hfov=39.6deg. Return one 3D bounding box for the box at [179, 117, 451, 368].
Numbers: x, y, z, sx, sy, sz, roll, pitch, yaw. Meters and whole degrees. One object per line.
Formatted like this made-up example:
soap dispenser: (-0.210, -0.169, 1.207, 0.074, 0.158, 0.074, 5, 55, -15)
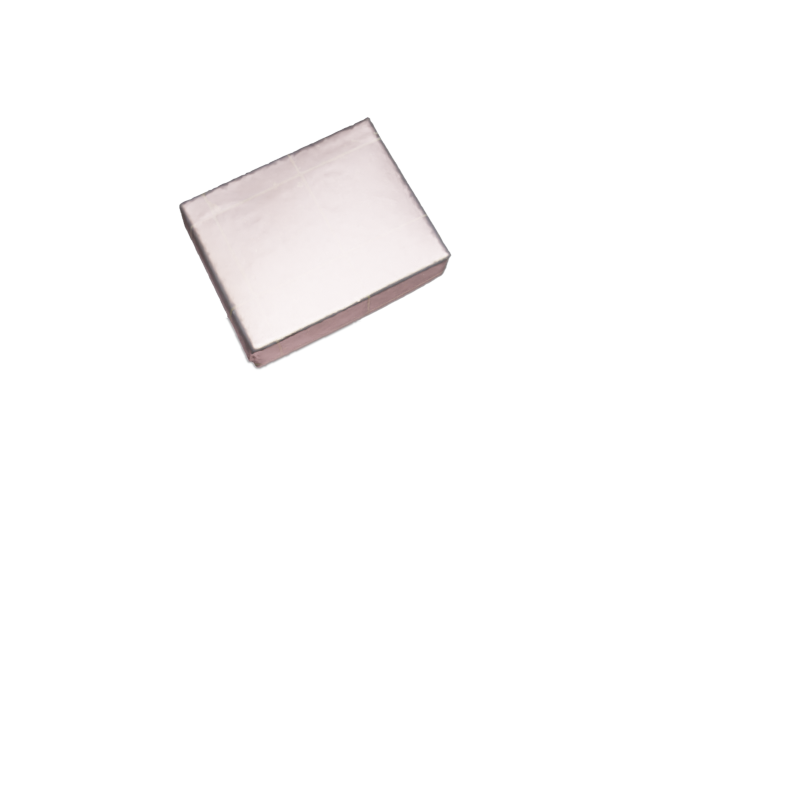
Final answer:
box: (-0.045, -0.081, 0.571, 0.113, 0.094, 0.037, -26, -18, -10)
